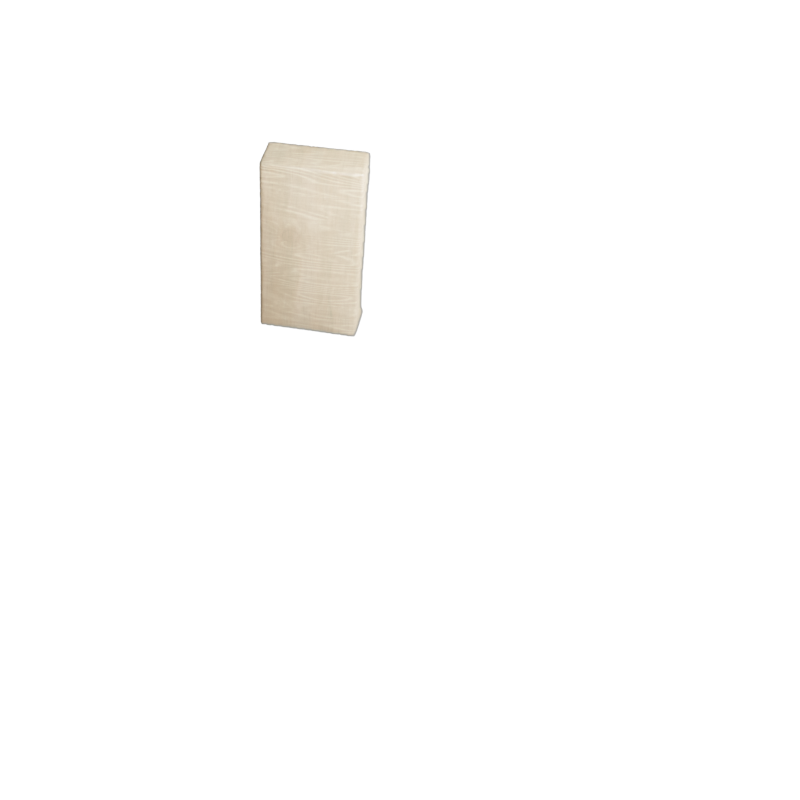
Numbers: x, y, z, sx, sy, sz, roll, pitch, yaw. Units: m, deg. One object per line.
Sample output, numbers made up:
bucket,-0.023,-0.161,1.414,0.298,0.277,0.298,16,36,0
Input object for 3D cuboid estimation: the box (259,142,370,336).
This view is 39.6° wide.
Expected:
box,-0.078,-0.142,0.994,0.094,0.164,0.051,8,40,6
